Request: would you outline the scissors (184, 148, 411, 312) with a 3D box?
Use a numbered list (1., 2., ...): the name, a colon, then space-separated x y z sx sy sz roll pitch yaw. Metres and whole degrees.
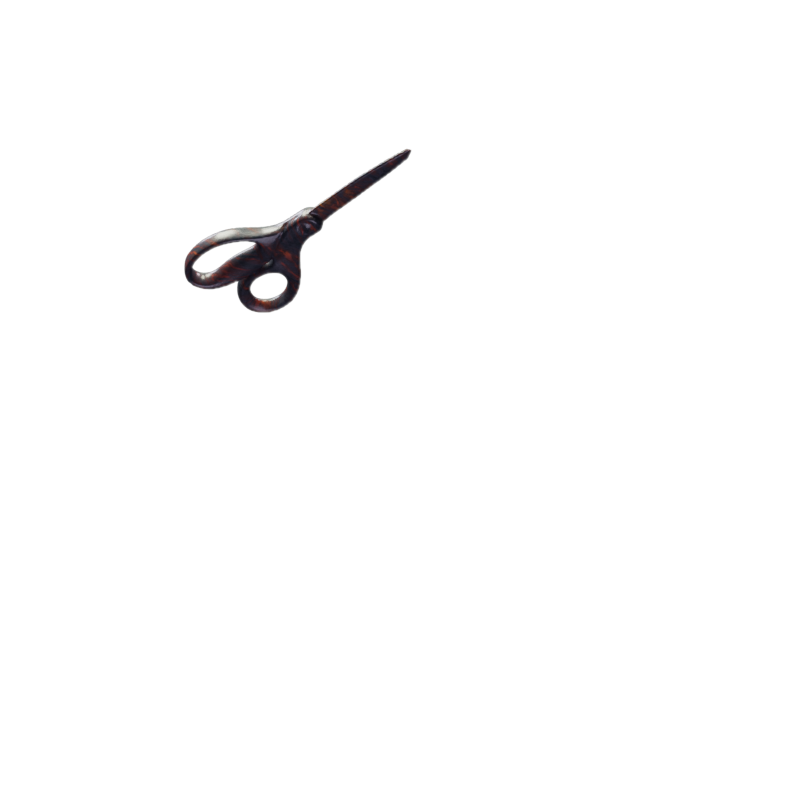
1. scissors: -0.063 -0.116 0.809 0.203 0.017 0.089 -18 -42 21
